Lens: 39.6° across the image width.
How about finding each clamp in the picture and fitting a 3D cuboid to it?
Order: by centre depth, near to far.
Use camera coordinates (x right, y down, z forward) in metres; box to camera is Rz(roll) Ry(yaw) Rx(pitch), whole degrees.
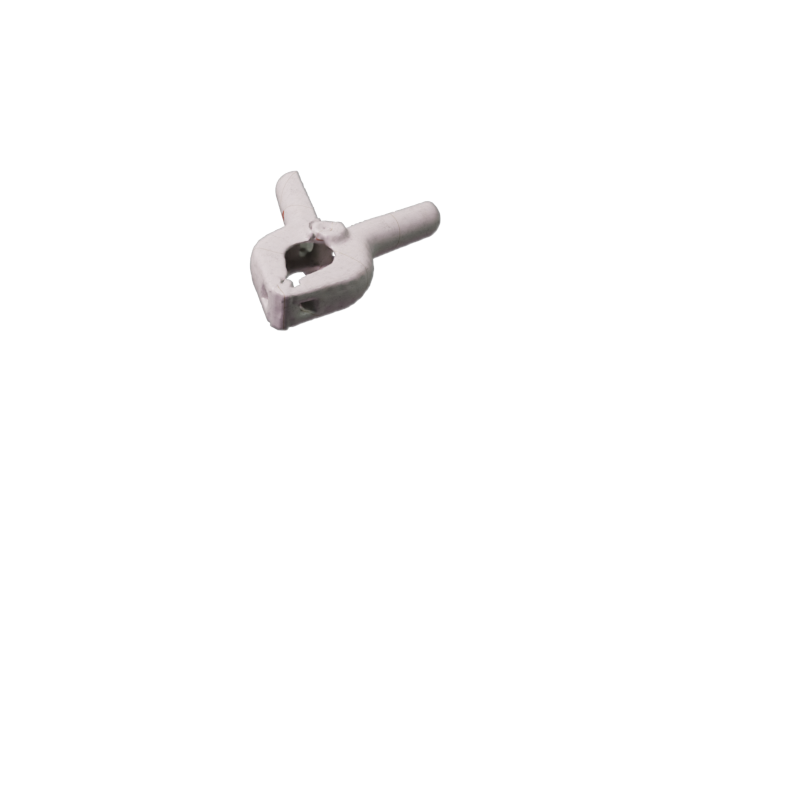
[{"bbox_3d":[-0.058,-0.105,0.737,0.125,0.037,0.175,14,34,22],"label":"clamp"}]
